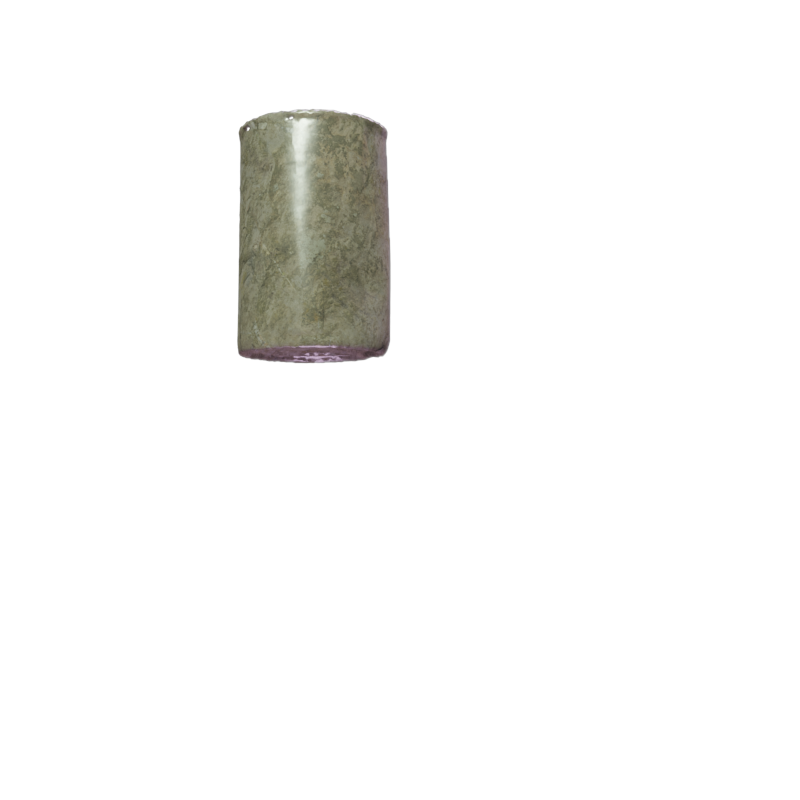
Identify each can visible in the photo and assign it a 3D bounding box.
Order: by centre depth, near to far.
[{"bbox_3d":[-0.039,-0.071,0.495,0.068,0.105,0.067,0,-9,-2],"label":"can"}]
